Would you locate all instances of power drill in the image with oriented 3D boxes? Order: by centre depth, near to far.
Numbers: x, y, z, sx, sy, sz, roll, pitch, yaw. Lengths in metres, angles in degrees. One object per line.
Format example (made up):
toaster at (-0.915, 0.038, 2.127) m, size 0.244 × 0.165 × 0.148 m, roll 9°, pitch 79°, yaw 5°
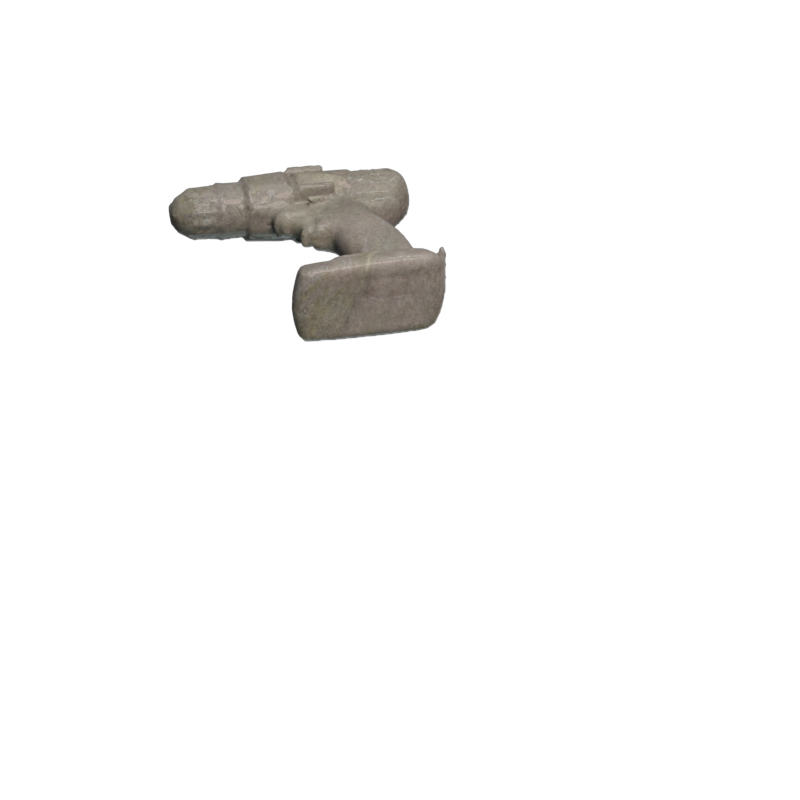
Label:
power drill at (-0.061, -0.112, 0.785) m, size 0.182 × 0.054 × 0.202 m, roll -9°, pitch 34°, yaw -14°
